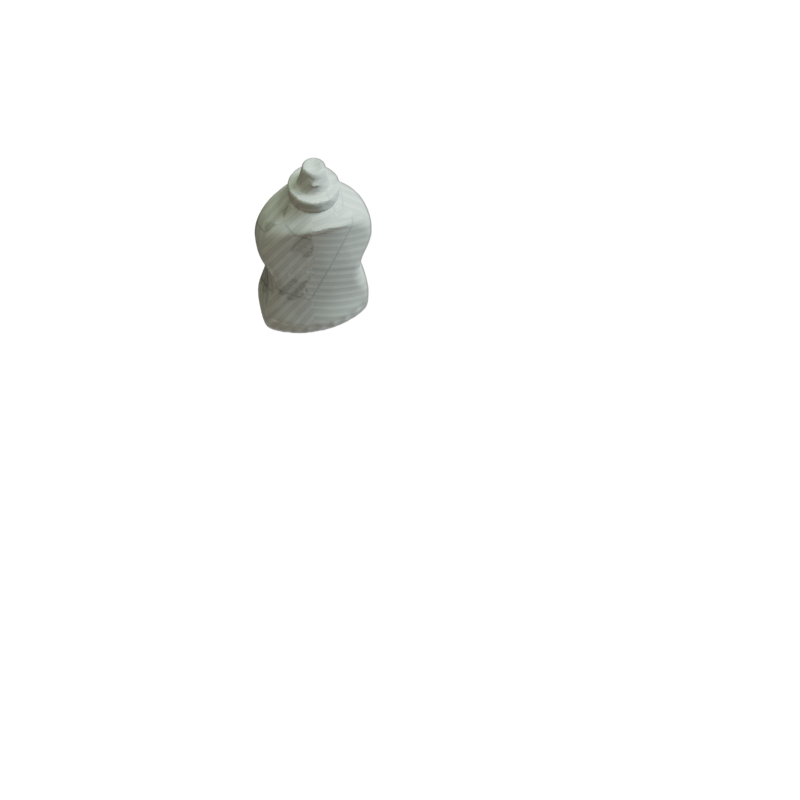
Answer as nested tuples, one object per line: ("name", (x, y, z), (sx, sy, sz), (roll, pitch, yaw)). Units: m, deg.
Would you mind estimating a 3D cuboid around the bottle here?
("bottle", (-0.072, -0.131, 0.922), (0.095, 0.063, 0.179), (-9, -32, -10))
